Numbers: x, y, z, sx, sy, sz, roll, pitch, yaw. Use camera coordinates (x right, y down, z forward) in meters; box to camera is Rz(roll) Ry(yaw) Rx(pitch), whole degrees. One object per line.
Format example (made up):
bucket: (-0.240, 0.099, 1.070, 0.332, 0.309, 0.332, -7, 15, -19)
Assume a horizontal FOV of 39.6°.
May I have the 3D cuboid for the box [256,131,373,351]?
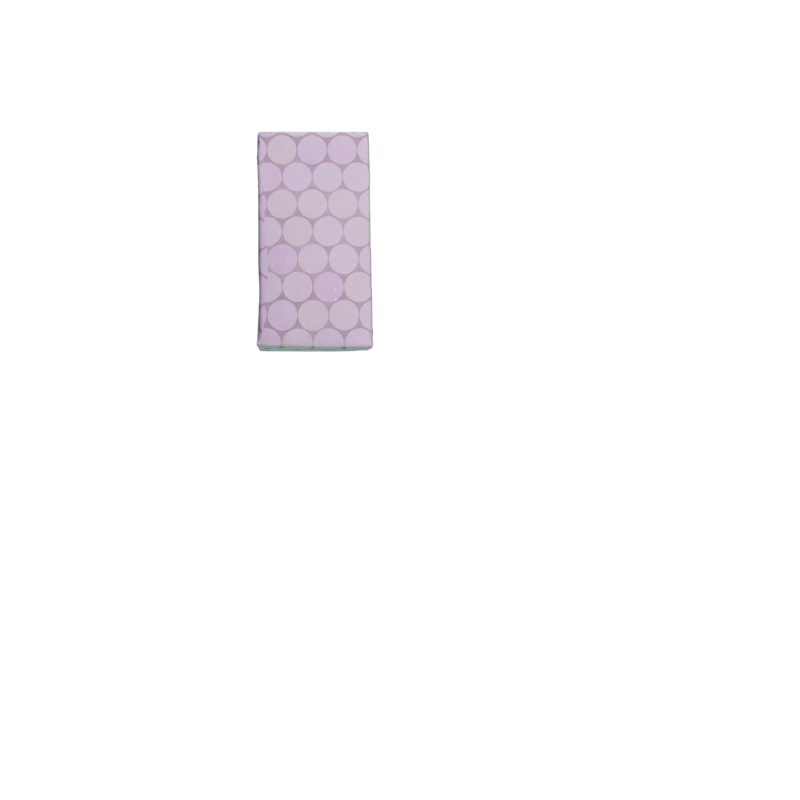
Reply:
box: (-0.070, -0.129, 0.902, 0.093, 0.181, 0.047, 0, -10, -4)
